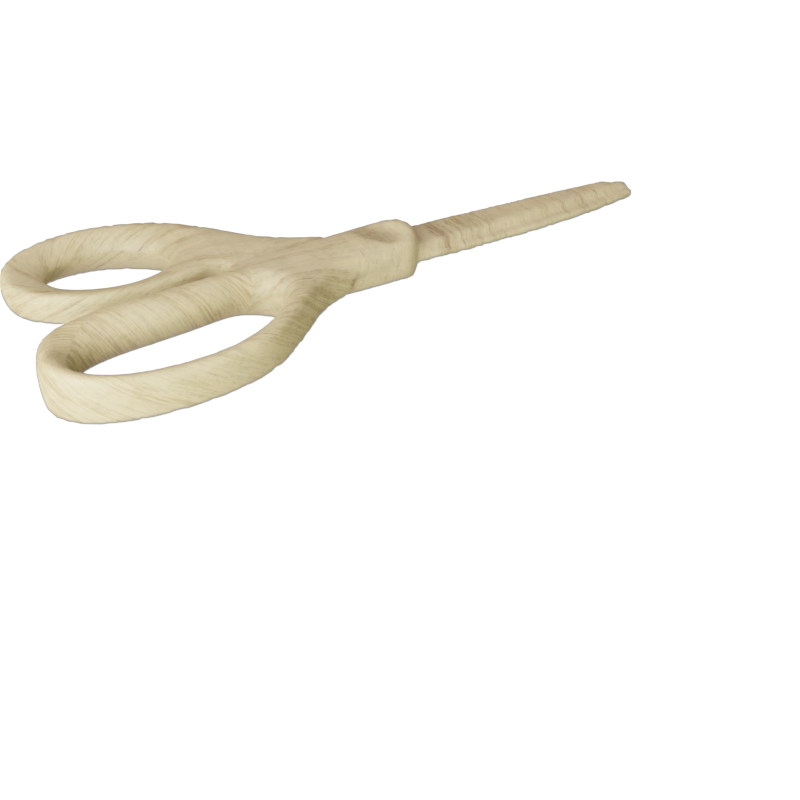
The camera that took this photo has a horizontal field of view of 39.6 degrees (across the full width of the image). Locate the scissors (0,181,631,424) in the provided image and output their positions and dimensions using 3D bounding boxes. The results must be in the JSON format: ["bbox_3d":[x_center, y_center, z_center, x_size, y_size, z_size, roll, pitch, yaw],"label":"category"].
[{"bbox_3d":[-0.025,-0.046,0.321,0.102,0.015,0.201,23,37,34],"label":"scissors"}]
